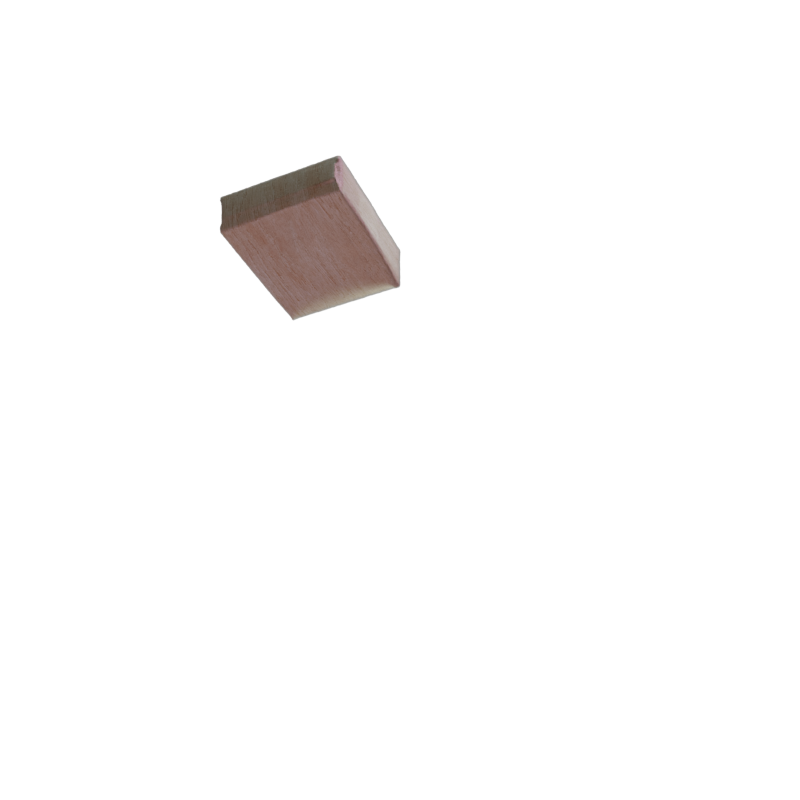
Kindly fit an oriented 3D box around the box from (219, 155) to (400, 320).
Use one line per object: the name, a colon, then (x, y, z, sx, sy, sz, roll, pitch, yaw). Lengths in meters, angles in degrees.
box: (-0.060, -0.109, 0.766, 0.091, 0.042, 0.105, -15, -41, 18)
